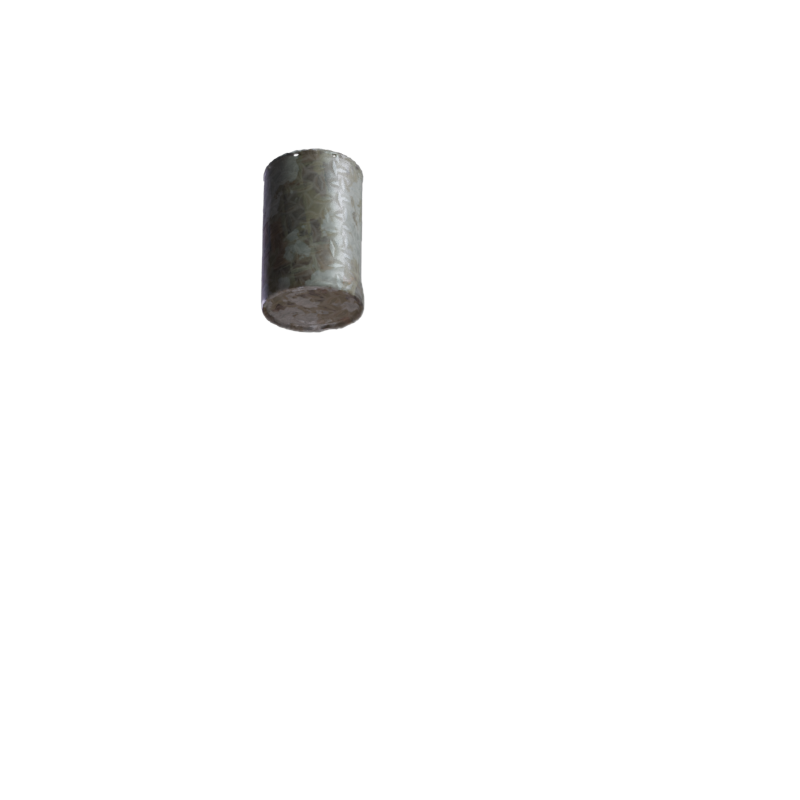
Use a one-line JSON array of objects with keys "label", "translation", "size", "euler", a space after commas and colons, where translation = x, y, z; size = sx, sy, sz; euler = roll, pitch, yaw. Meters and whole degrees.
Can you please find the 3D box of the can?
[{"label": "can", "translation": [-0.057, -0.104, 0.726], "size": [0.068, 0.109, 0.065], "euler": [0, -27, -2]}]
